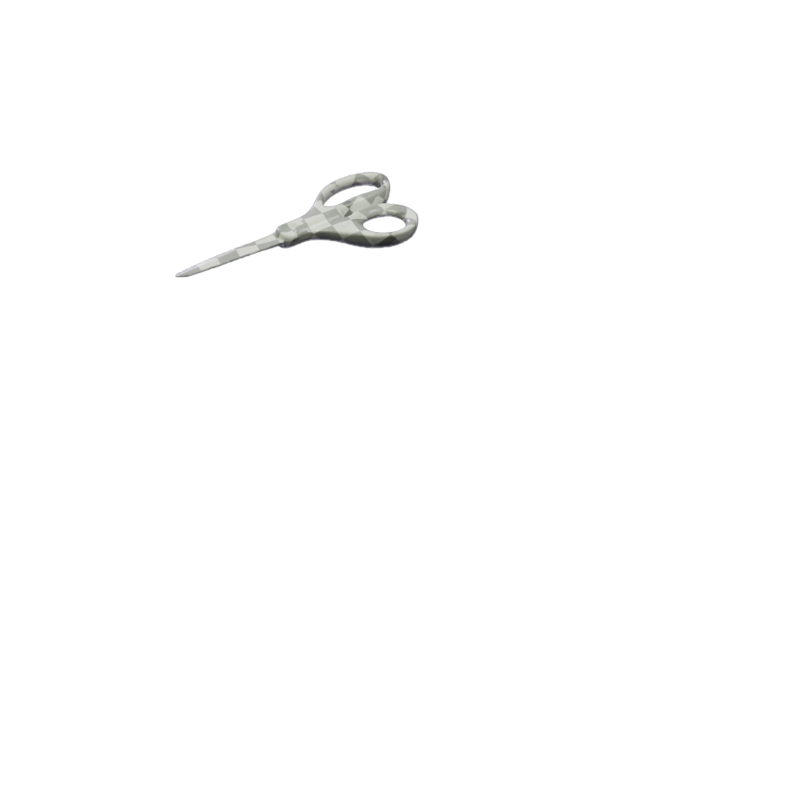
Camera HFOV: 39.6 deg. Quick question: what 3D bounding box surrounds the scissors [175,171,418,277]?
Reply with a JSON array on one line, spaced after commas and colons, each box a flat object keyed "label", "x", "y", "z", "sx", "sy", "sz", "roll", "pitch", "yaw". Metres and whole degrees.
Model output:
[{"label": "scissors", "x": -0.067, "y": -0.122, "z": 0.856, "sx": 0.102, "sy": 0.015, "sz": 0.204, "roll": 29, "pitch": 50, "yaw": 28}]
